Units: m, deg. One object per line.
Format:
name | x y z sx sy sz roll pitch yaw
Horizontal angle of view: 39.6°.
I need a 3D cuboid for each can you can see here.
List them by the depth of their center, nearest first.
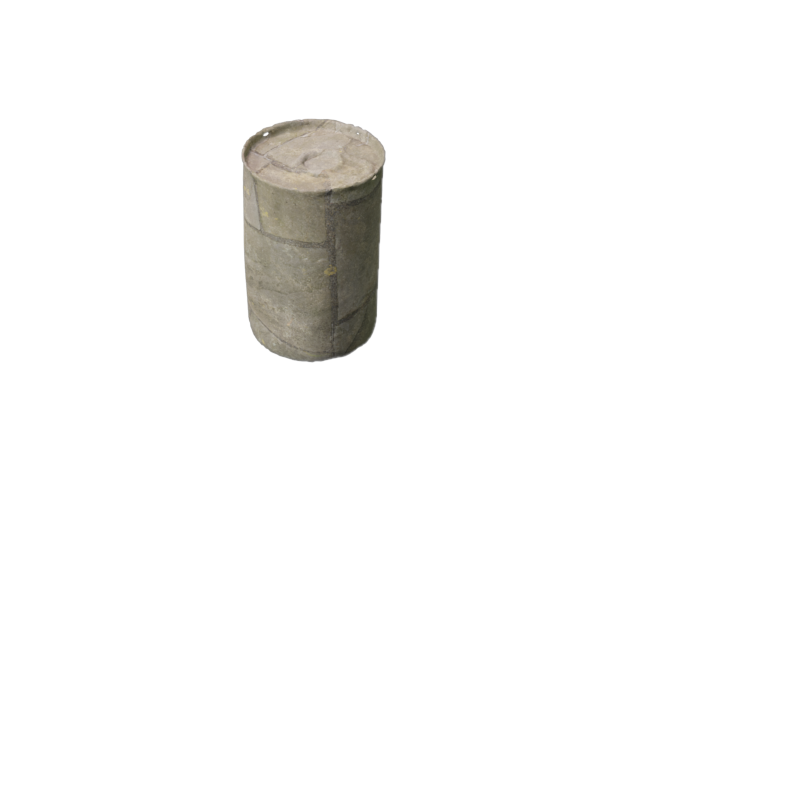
can | -0.043 -0.078 0.548 0.068 0.096 0.073 0 37 -3
